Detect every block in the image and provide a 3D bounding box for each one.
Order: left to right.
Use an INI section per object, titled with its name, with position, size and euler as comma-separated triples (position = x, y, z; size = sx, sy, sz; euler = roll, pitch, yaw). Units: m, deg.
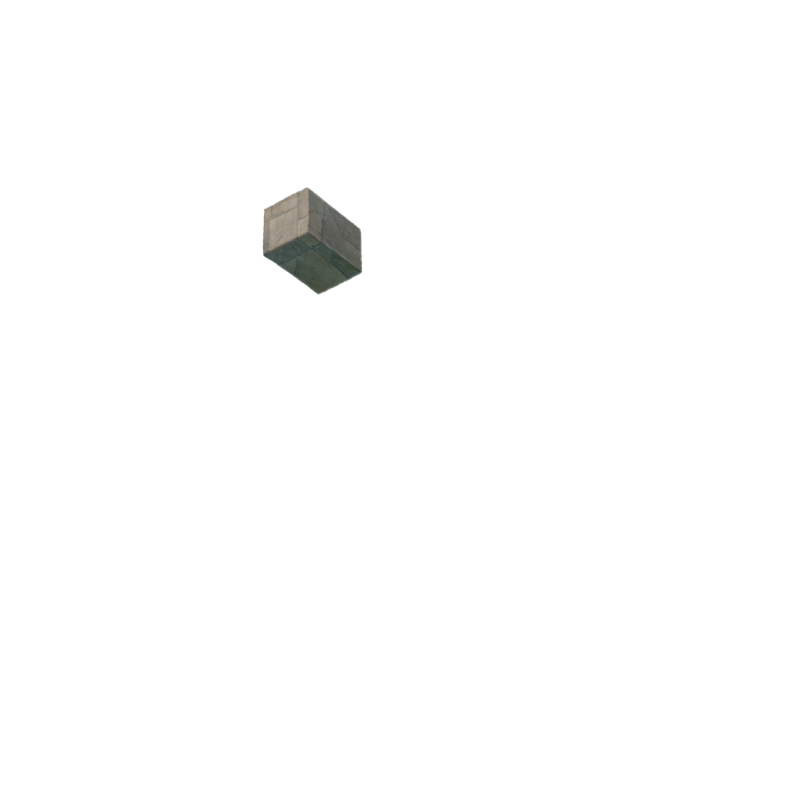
[block]
position = -0.076, -0.139, 0.974
size = 0.053, 0.055, 0.072
euler = -24, -40, 29
